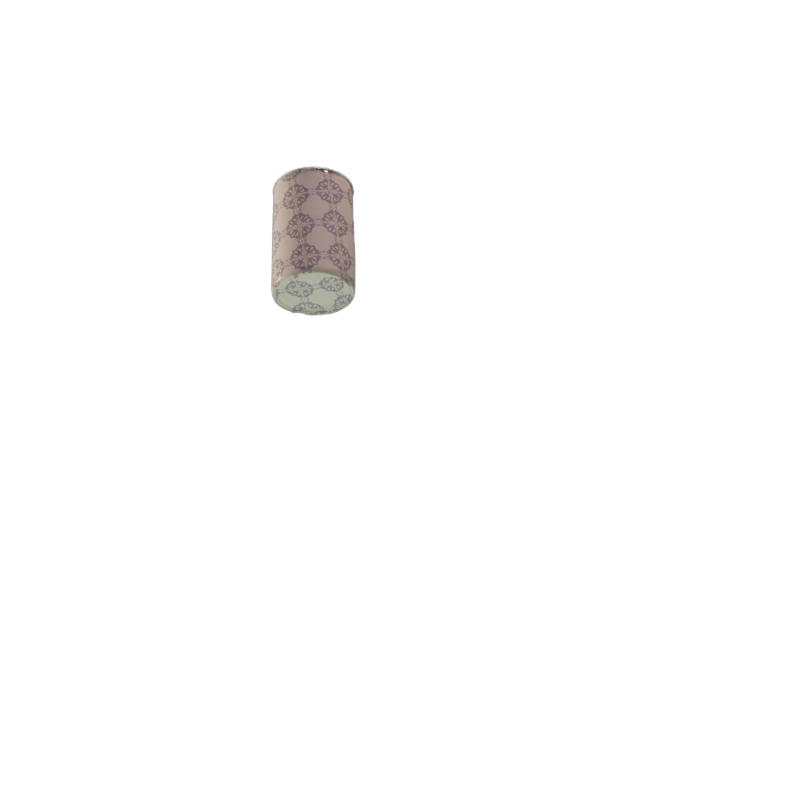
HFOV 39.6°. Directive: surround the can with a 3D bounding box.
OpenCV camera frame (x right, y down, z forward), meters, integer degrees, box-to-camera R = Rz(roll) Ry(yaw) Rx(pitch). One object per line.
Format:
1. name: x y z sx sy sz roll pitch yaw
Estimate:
1. can: -0.070 -0.128 0.894 0.068 0.109 0.064 -1 -31 -2
